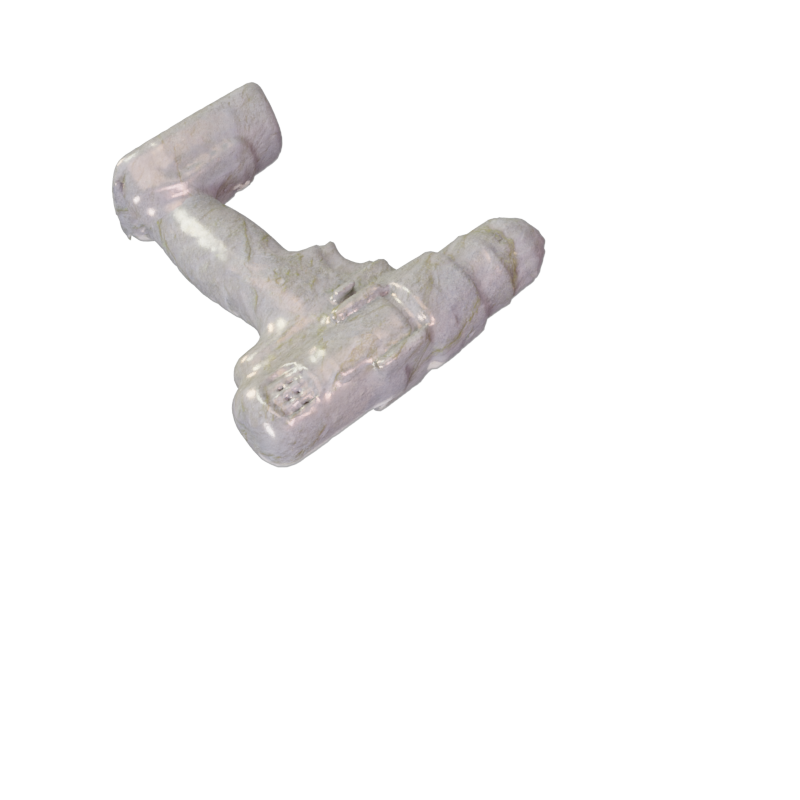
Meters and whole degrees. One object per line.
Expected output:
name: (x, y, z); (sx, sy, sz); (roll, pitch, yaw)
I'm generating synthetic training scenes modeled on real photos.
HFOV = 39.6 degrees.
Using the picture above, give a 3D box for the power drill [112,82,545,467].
power drill: (-0.045, -0.082, 0.572); (0.185, 0.200, 0.054); (-35, -27, -21)
